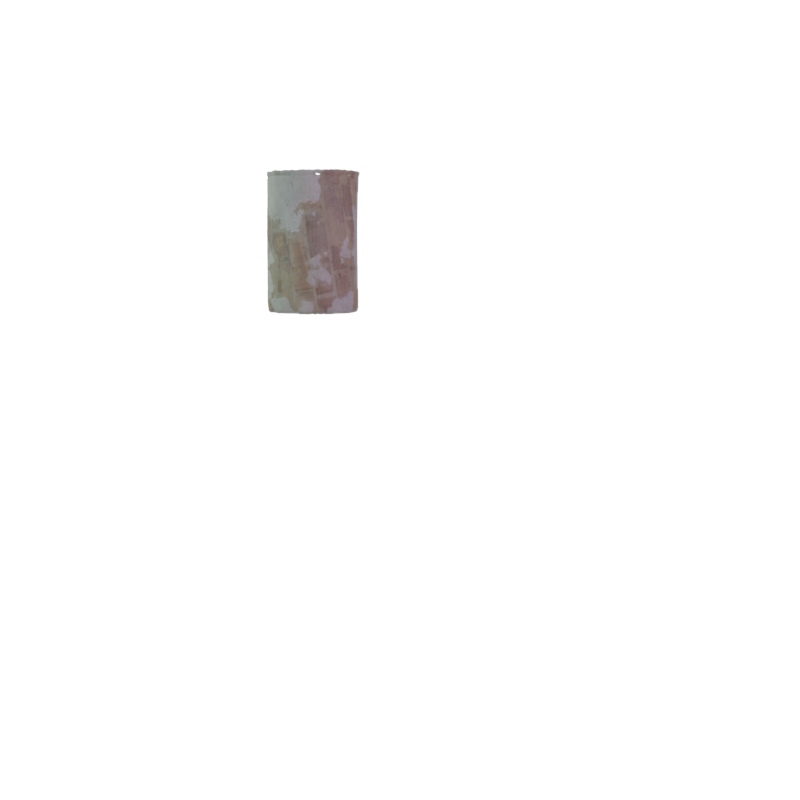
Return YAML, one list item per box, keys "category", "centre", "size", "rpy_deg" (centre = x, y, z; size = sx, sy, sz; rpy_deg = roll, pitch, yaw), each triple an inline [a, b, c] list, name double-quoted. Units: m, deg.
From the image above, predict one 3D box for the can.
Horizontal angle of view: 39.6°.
- category: "can"
  centre: [-0.063, -0.116, 0.811]
  size: [0.068, 0.102, 0.069]
  rpy_deg: [0, 3, -2]
